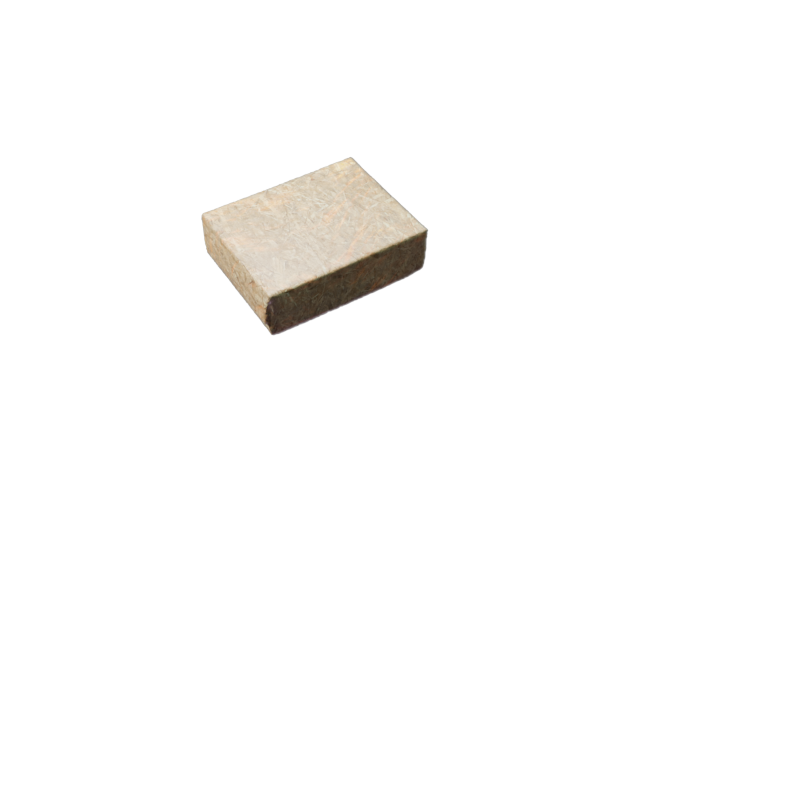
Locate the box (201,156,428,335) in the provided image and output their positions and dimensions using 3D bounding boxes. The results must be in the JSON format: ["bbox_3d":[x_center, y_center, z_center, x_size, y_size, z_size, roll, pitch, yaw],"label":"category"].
[{"bbox_3d":[-0.054,-0.098,0.687,0.113,0.036,0.097,-24,50,-22],"label":"box"}]
